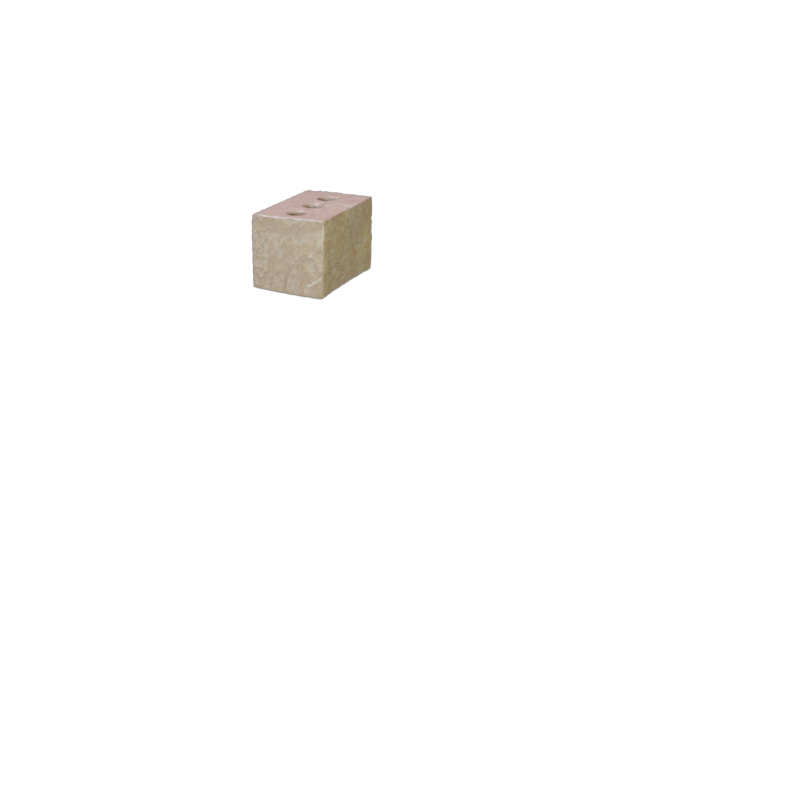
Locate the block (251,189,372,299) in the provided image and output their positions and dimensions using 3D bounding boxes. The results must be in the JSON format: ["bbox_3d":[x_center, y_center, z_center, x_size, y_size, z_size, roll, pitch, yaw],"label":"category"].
[{"bbox_3d":[-0.057,-0.104,0.732,0.055,0.049,0.079,9,23,21],"label":"block"}]
